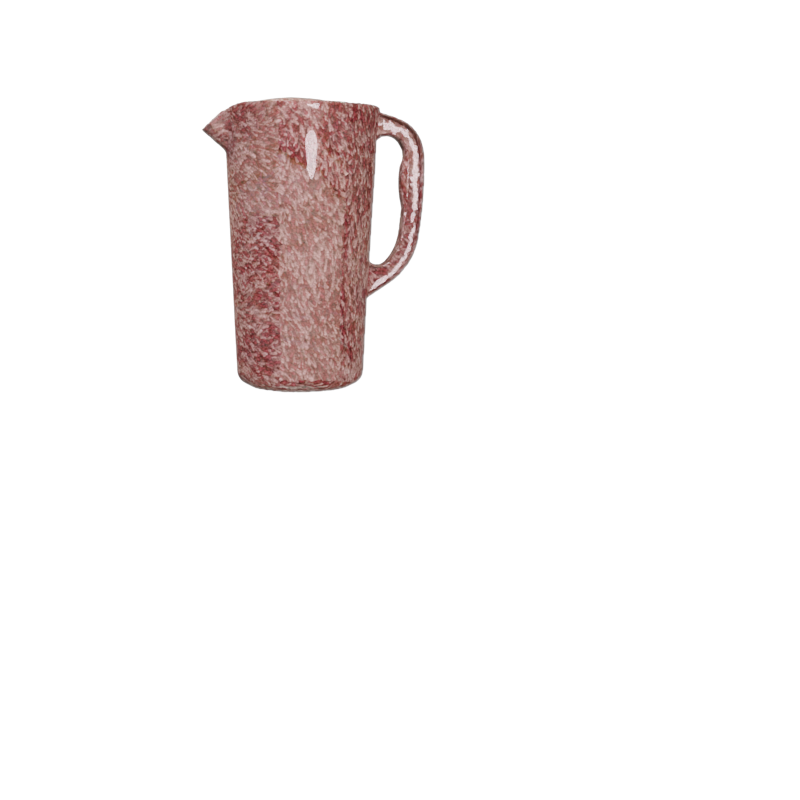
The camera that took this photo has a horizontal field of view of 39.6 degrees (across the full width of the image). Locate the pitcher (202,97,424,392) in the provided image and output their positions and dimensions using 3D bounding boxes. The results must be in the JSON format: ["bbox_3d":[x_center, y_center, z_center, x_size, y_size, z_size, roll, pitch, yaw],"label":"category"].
[{"bbox_3d":[-0.074,-0.135,0.946,0.155,0.241,0.141,3,6,34],"label":"pitcher"}]
